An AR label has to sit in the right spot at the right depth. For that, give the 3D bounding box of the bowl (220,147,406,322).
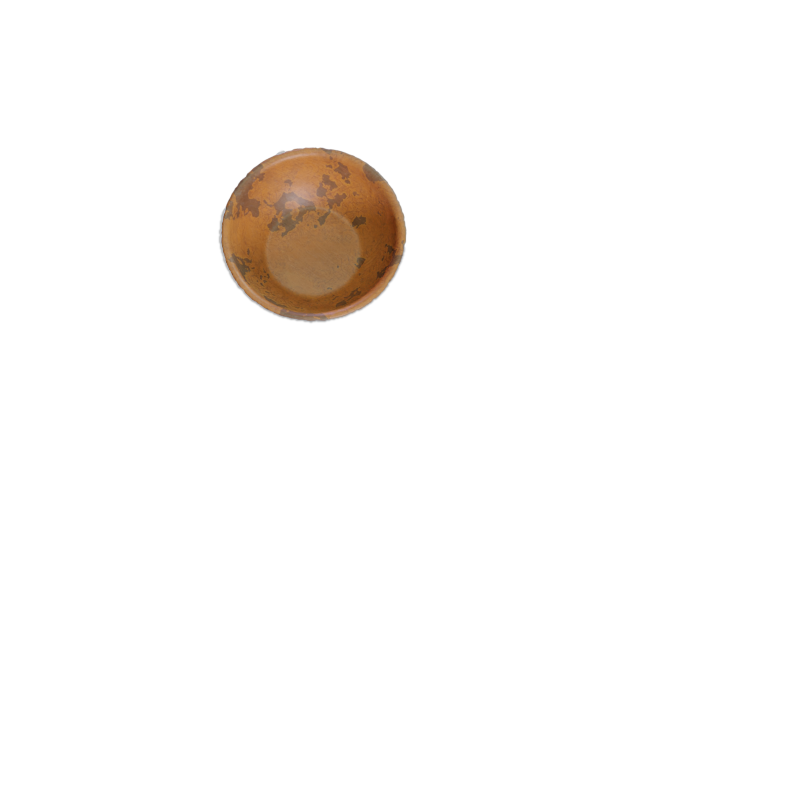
[{"bbox_3d":[-0.077,-0.141,0.986,0.162,0.169,0.053,-1,-18,-1],"label":"bowl"}]
